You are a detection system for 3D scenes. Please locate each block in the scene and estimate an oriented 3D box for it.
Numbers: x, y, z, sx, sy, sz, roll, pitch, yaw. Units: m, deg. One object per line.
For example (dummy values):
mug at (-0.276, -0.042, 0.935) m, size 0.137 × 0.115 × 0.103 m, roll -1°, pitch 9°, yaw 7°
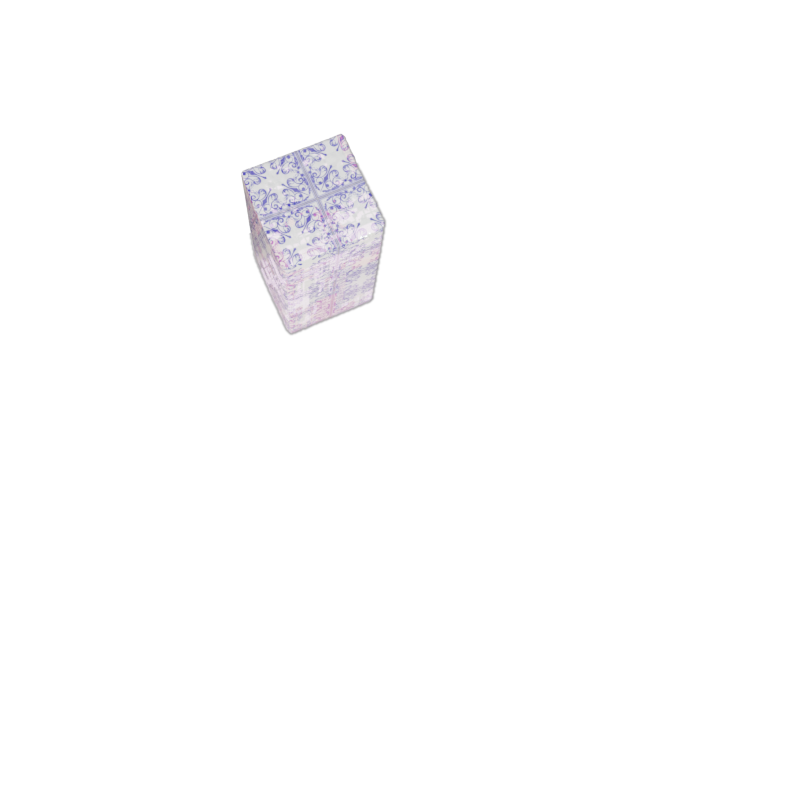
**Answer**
block at (-0.075, -0.136, 0.959) m, size 0.090 × 0.094 × 0.199 m, roll -22°, pitch -11°, yaw -8°
